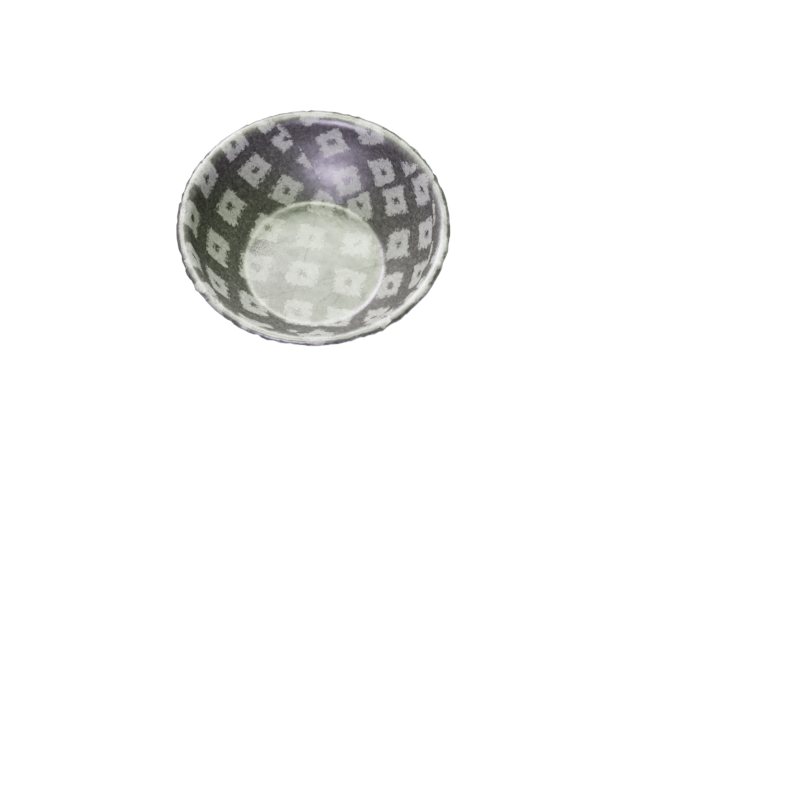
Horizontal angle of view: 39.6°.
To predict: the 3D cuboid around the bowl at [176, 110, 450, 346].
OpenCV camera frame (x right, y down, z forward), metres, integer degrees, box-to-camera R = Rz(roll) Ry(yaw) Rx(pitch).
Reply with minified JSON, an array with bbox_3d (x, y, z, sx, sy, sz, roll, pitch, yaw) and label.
[{"bbox_3d":[-0.053,-0.096,0.676,0.162,0.172,0.052,-1,-27,-1],"label":"bowl"}]
